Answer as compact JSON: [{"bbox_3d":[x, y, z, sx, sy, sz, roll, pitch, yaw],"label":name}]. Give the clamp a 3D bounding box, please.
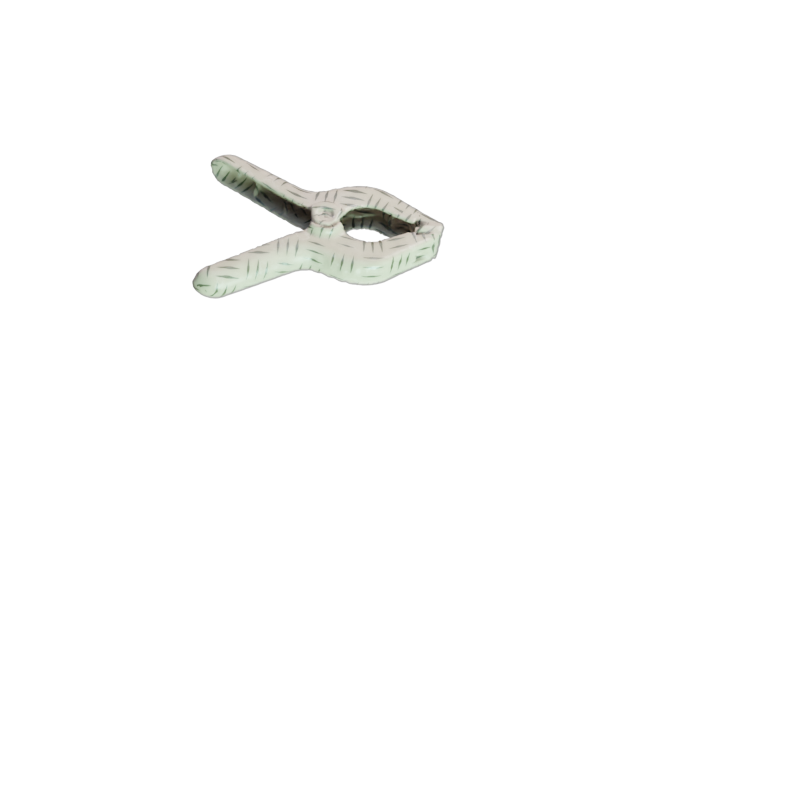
[{"bbox_3d":[-0.059,-0.108,0.756,0.173,0.127,0.037,10,-31,6],"label":"clamp"}]
